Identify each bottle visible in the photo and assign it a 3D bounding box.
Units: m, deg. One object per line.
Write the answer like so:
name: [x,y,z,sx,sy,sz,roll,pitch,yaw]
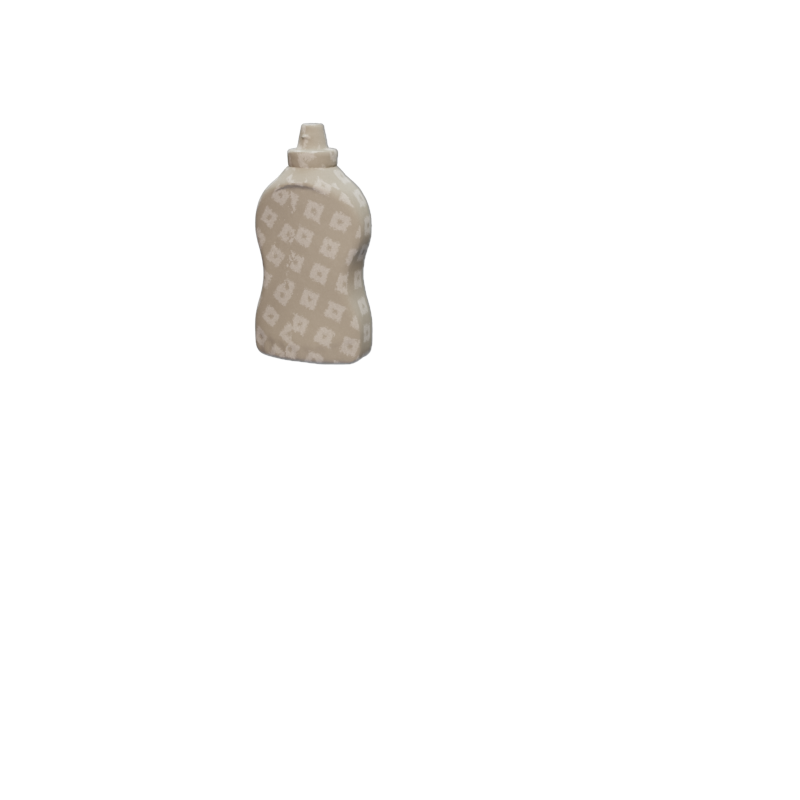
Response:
bottle: [-0.071,-0.129,0.902,0.099,0.187,0.058,6,11,24]
